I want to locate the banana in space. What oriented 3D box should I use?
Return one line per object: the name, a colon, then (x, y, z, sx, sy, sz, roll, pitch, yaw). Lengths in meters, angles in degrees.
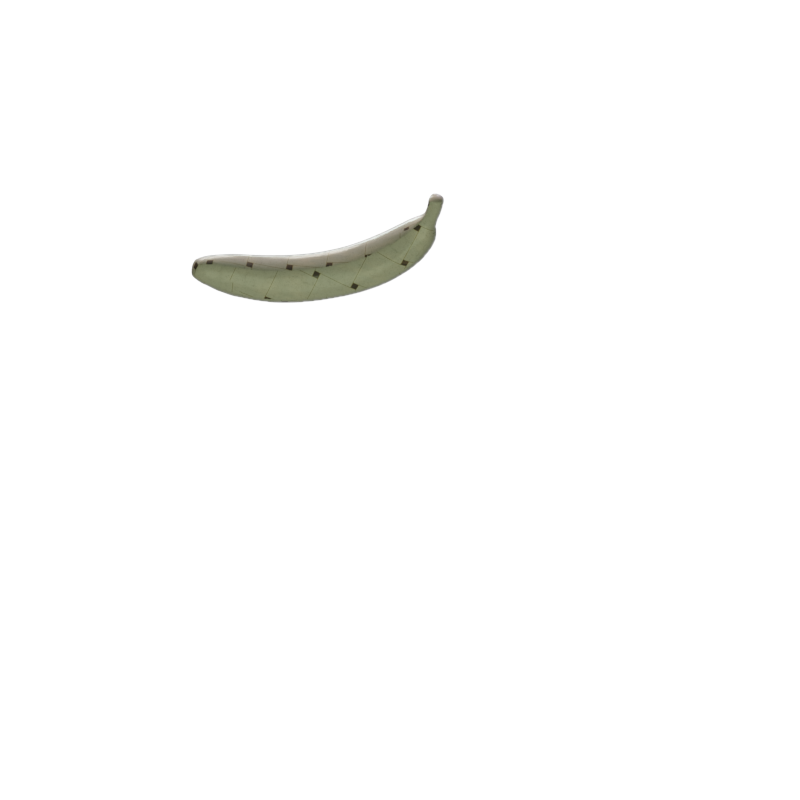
banana: (-0.056, -0.106, 0.838, 0.199, 0.065, 0.039, -15, 35, 10)
